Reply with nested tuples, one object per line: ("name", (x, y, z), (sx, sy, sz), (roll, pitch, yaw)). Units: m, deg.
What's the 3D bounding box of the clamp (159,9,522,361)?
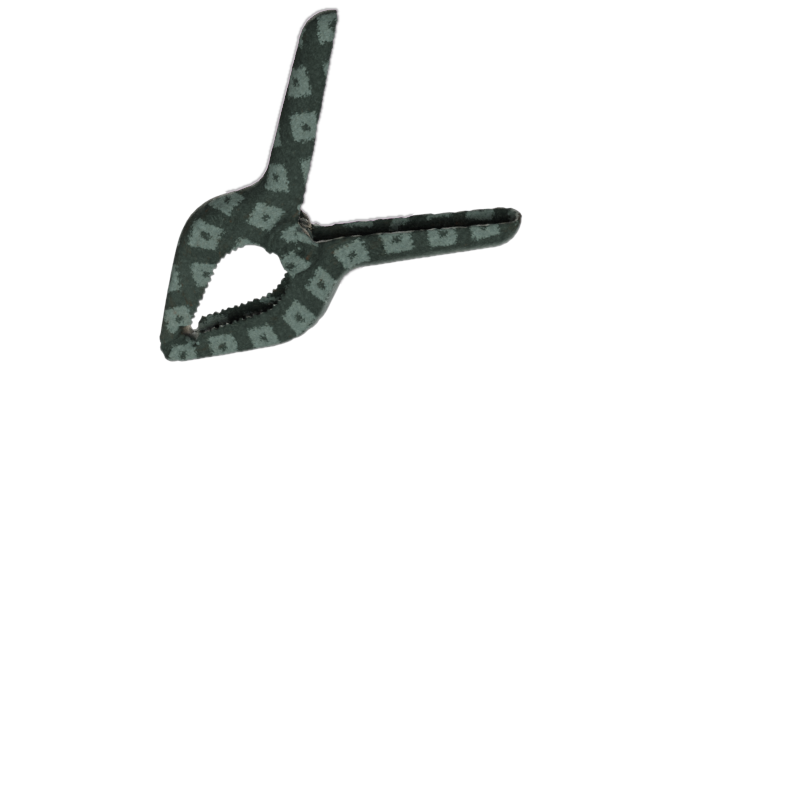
("clamp", (-0.048, -0.088, 0.619), (0.159, 0.207, 0.038), (40, 16, -15))
